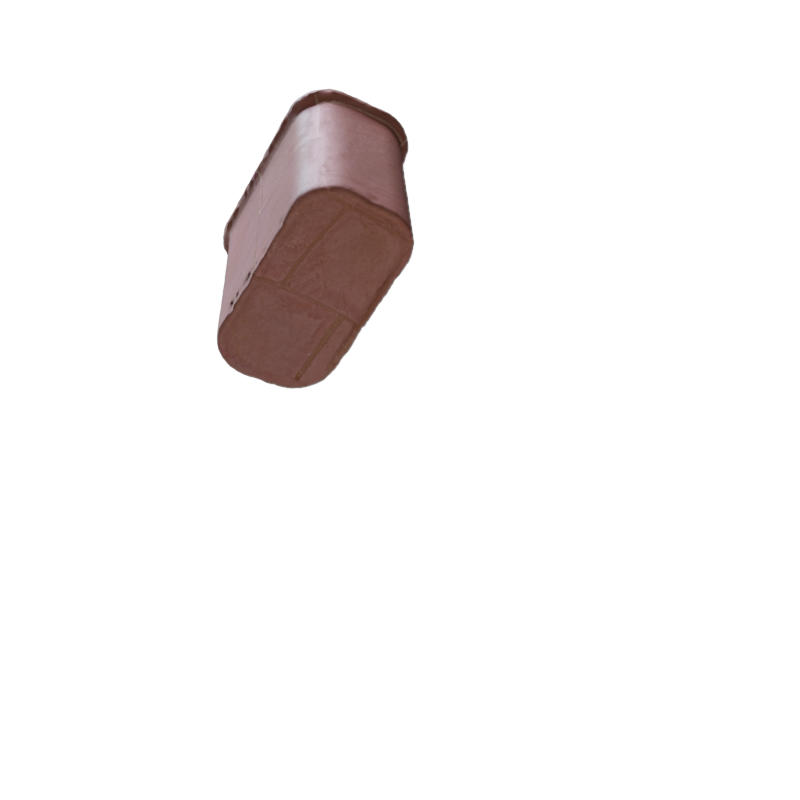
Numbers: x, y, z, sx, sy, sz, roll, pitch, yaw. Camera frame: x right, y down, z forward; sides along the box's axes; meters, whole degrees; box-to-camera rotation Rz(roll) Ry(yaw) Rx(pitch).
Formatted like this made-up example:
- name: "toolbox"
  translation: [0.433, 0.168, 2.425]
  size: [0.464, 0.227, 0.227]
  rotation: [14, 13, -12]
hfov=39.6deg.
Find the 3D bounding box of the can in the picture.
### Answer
- name: "can"
  translation: [-0.037, -0.067, 0.469]
  size: [0.055, 0.099, 0.090]
  rotation: [23, 32, -19]
